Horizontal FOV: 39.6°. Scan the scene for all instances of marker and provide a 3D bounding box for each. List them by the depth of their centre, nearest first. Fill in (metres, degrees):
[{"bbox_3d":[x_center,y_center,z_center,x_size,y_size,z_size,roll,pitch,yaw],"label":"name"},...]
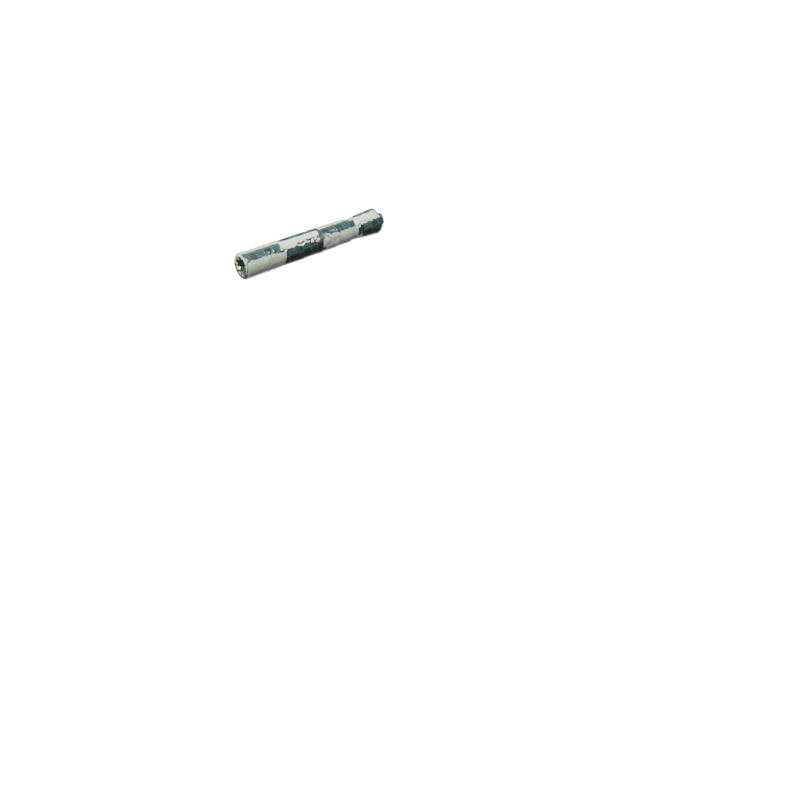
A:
[{"bbox_3d":[-0.062,-0.113,0.789,0.120,0.019,0.021,-24,16,-30],"label":"marker"}]
